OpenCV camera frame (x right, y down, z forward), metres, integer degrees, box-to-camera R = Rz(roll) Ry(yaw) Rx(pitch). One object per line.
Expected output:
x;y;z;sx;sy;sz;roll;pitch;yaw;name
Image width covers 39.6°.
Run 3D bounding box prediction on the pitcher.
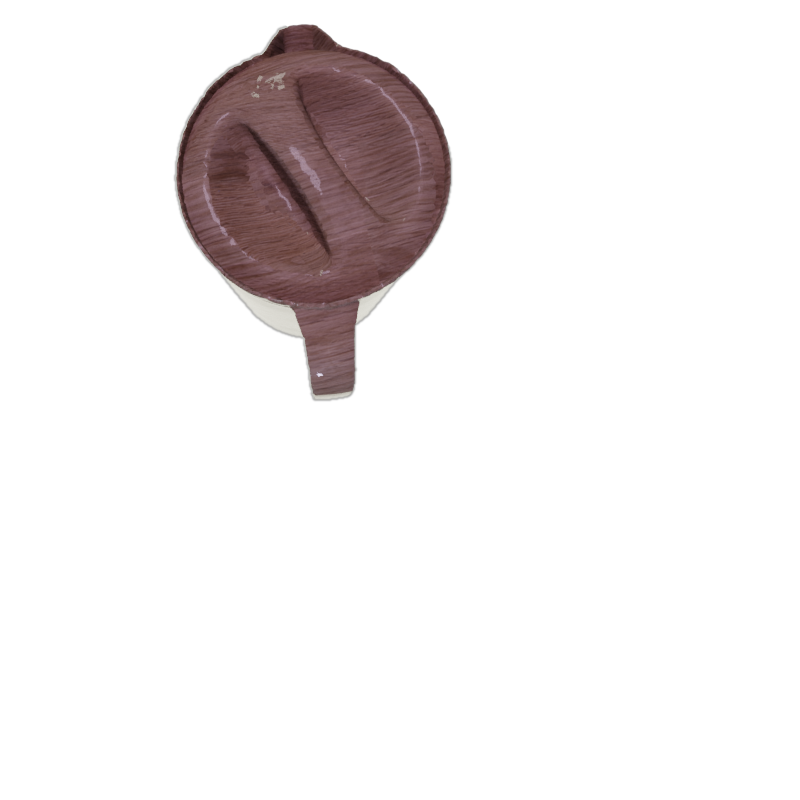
-0.050;-0.092;0.643;0.147;0.150;0.238;38;-7;1;pitcher
